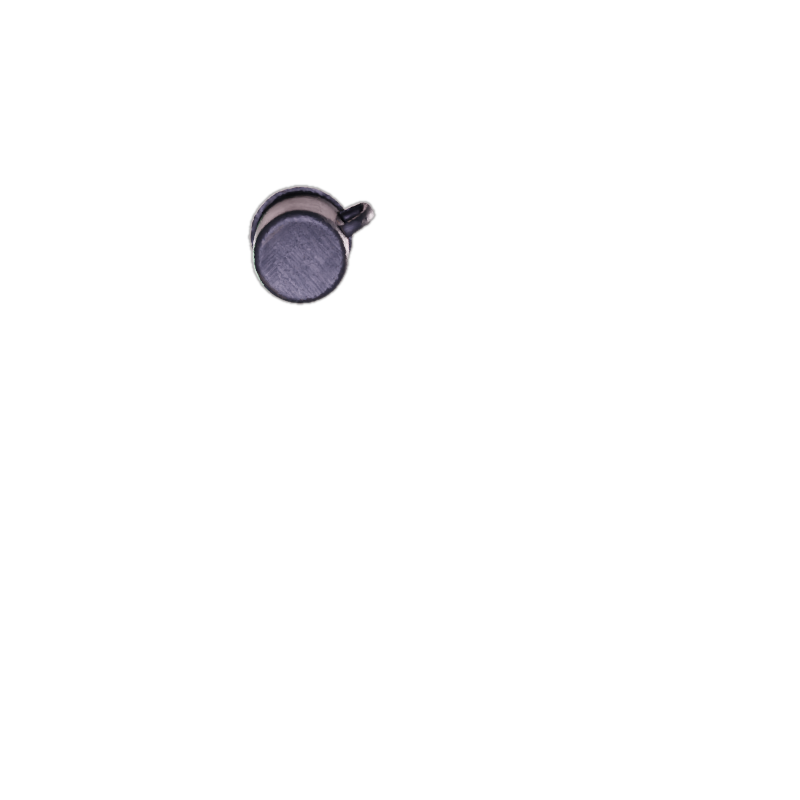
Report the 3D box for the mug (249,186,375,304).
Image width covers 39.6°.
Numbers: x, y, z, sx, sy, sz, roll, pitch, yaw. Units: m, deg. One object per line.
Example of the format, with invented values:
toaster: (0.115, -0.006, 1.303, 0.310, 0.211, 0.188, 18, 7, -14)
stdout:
mug: (-0.075, -0.137, 0.959, 0.117, 0.090, 0.085, -24, 17, 6)
